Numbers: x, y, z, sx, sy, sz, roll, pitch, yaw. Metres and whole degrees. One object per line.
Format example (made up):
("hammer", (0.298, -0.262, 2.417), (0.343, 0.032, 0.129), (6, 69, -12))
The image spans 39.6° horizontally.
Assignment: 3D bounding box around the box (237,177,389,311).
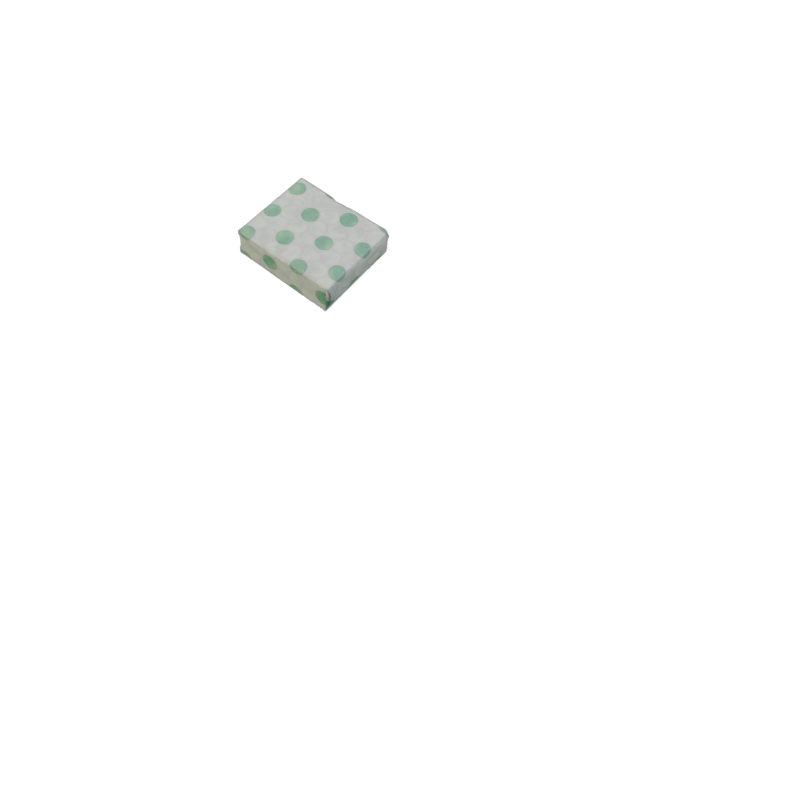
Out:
("box", (-0.065, -0.119, 0.836), (0.094, 0.074, 0.028), (34, -30, 22))
